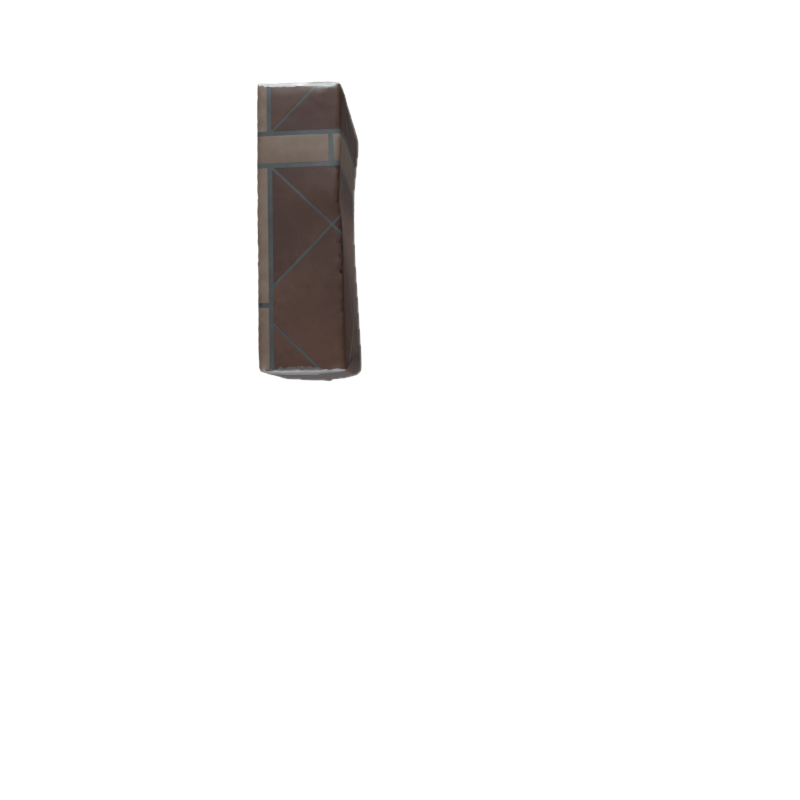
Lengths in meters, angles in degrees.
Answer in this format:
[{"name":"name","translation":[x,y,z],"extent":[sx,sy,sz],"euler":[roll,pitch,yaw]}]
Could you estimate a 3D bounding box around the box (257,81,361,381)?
[{"name":"box","translation":[-0.068,-0.125,0.875],"extent":[0.072,0.218,0.161],"euler":[-1,-6,2]}]
